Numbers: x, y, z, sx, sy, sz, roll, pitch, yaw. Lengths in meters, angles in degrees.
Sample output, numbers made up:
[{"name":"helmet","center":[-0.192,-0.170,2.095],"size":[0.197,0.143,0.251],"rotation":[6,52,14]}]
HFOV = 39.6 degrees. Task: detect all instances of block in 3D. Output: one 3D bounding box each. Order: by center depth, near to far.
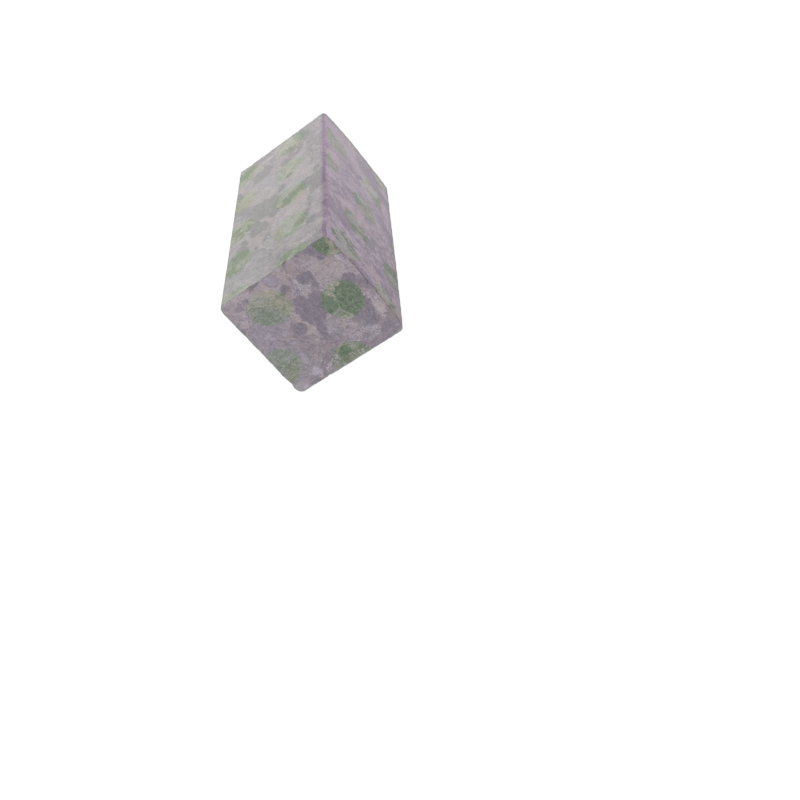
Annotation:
[{"name":"block","center":[-0.063,-0.116,0.814],"size":[0.090,0.085,0.220],"rotation":[-32,30,17]}]
